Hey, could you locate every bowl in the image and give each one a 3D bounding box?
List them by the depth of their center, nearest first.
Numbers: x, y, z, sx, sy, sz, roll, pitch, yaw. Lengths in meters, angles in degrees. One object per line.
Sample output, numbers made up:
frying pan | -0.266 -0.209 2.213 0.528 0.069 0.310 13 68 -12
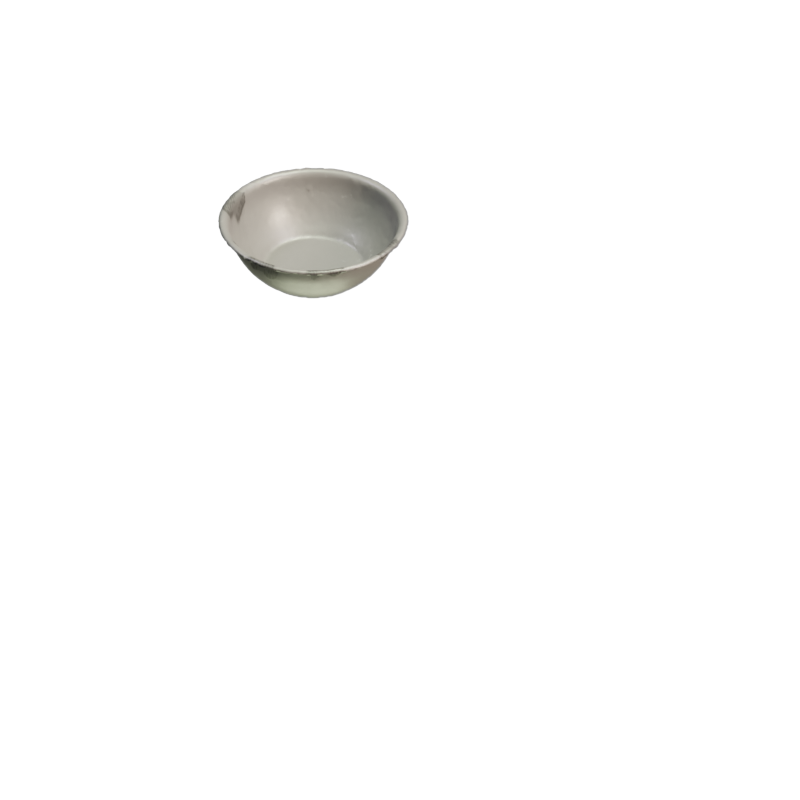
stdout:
bowl | -0.075 -0.137 0.959 0.162 0.051 0.174 -1 40 -2
